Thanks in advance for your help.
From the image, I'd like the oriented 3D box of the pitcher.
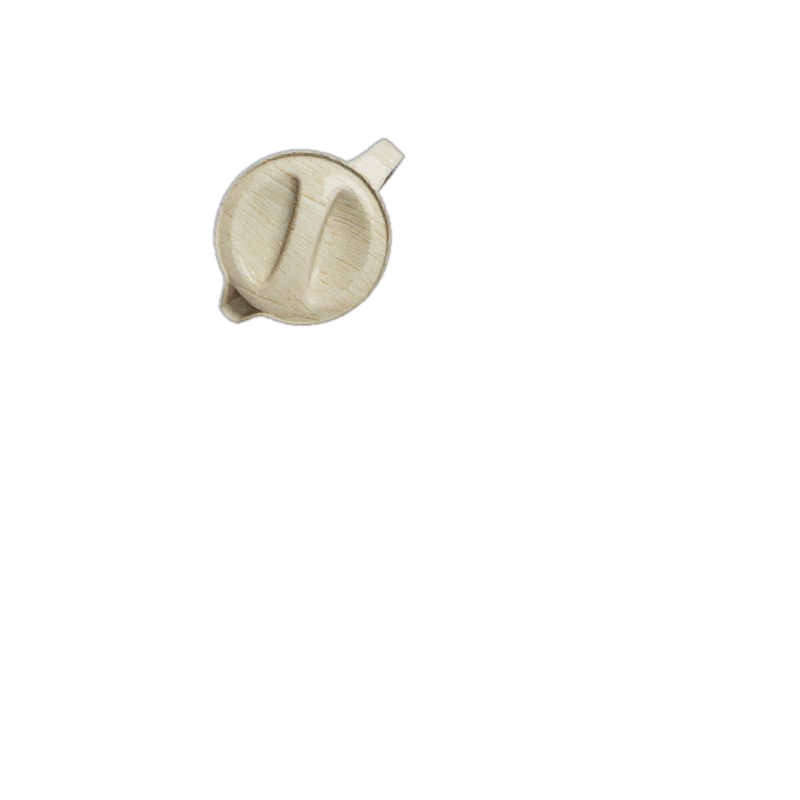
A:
[{"bbox_3d":[-0.074,-0.135,0.947,0.149,0.146,0.243,-2,1,-3],"label":"pitcher"}]
